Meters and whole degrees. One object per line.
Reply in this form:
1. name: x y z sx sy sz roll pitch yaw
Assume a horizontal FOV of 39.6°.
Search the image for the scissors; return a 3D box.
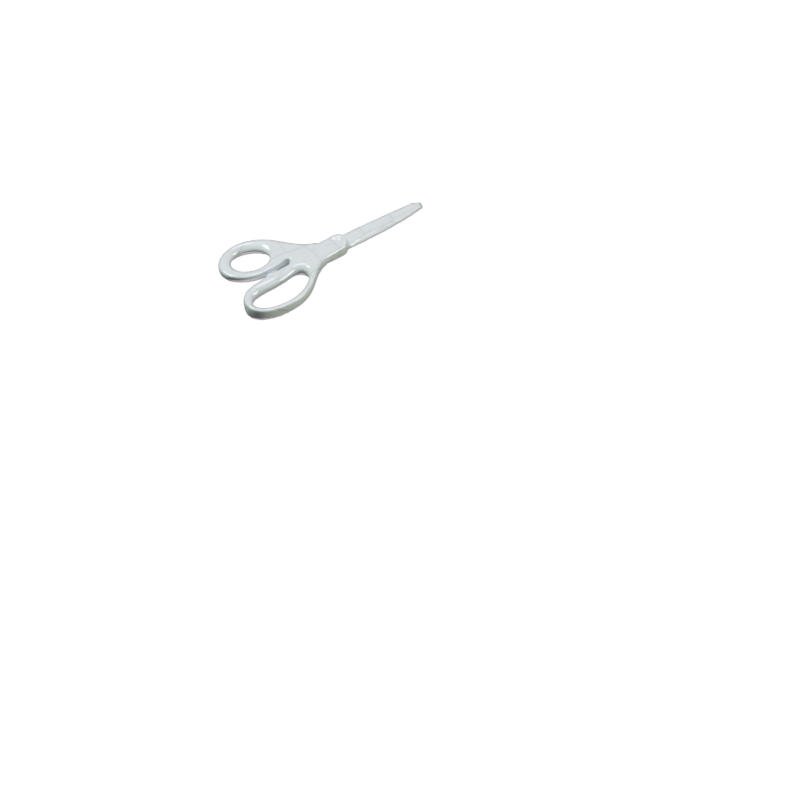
1. scissors: -0.076 -0.138 0.968 0.101 0.015 0.205 27 51 24
